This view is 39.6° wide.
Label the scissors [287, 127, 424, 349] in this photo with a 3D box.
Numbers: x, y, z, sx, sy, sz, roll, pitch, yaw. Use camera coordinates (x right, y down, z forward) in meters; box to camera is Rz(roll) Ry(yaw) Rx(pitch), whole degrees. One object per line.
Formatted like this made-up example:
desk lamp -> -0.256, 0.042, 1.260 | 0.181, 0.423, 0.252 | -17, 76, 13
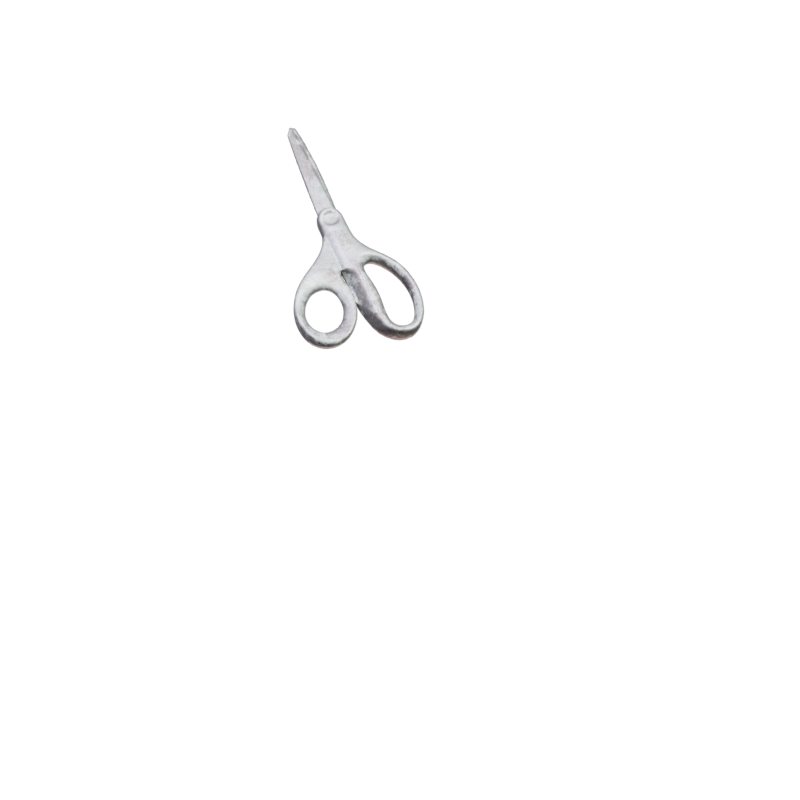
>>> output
scissors -> -0.062, -0.113, 0.789 | 0.096, 0.216, 0.015 | -29, -30, -18
